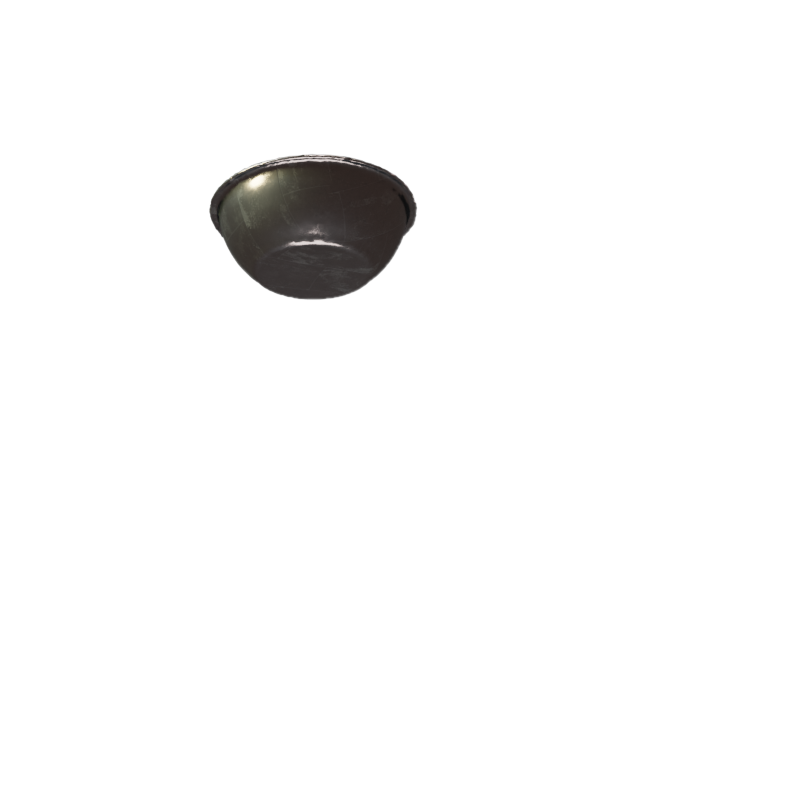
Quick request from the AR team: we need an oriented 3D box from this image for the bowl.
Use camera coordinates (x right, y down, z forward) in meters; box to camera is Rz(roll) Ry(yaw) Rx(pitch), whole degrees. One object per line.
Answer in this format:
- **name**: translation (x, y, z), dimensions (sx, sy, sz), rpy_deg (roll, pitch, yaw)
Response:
- **bowl**: translation (-0.067, -0.121, 0.851), dimensions (0.162, 0.058, 0.153), rpy_deg (1, -24, -2)
